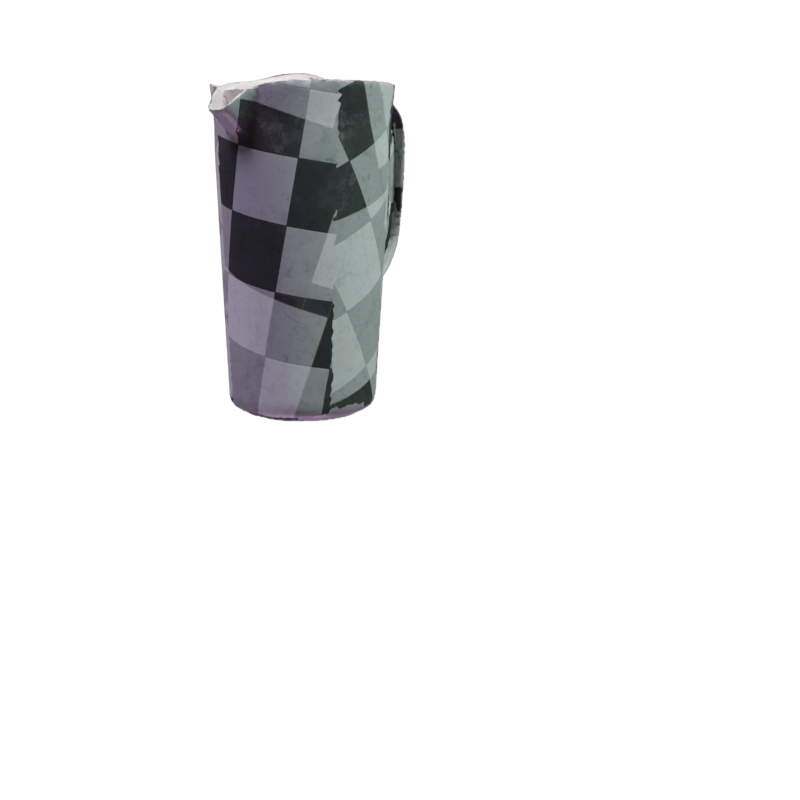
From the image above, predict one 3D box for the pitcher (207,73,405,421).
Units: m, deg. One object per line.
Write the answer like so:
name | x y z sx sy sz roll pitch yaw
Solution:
pitcher | -0.064 -0.116 0.815 0.148 0.239 0.148 0 8 -5
